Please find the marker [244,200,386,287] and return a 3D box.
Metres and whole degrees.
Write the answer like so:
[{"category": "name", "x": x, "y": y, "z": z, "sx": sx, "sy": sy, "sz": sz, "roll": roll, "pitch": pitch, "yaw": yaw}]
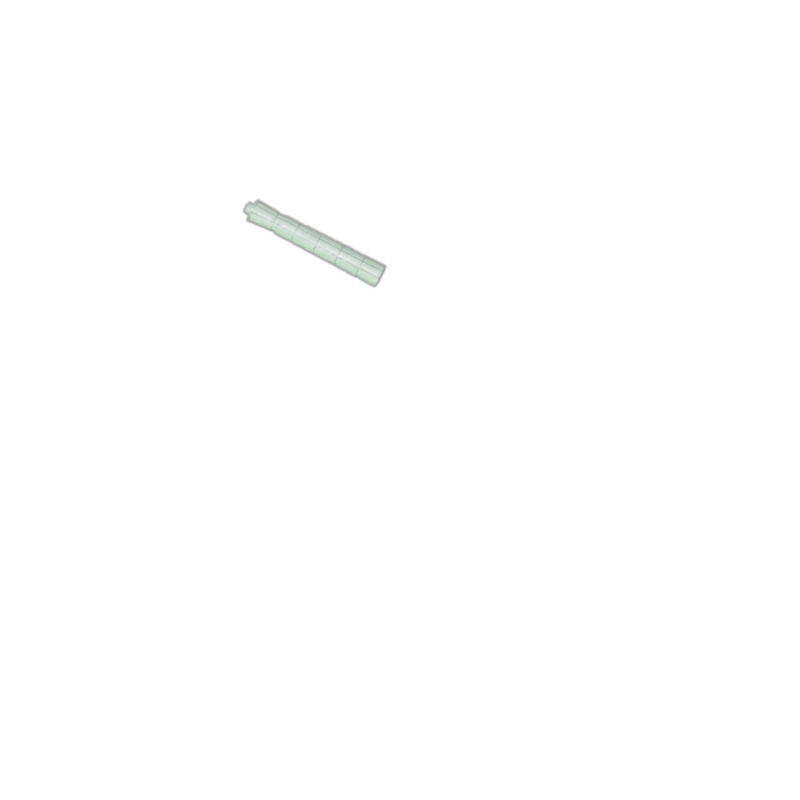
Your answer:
[{"category": "marker", "x": -0.069, "y": -0.126, "z": 0.879, "sx": 0.123, "sy": 0.020, "sz": 0.020, "roll": 28, "pitch": 6, "yaw": 6}]
